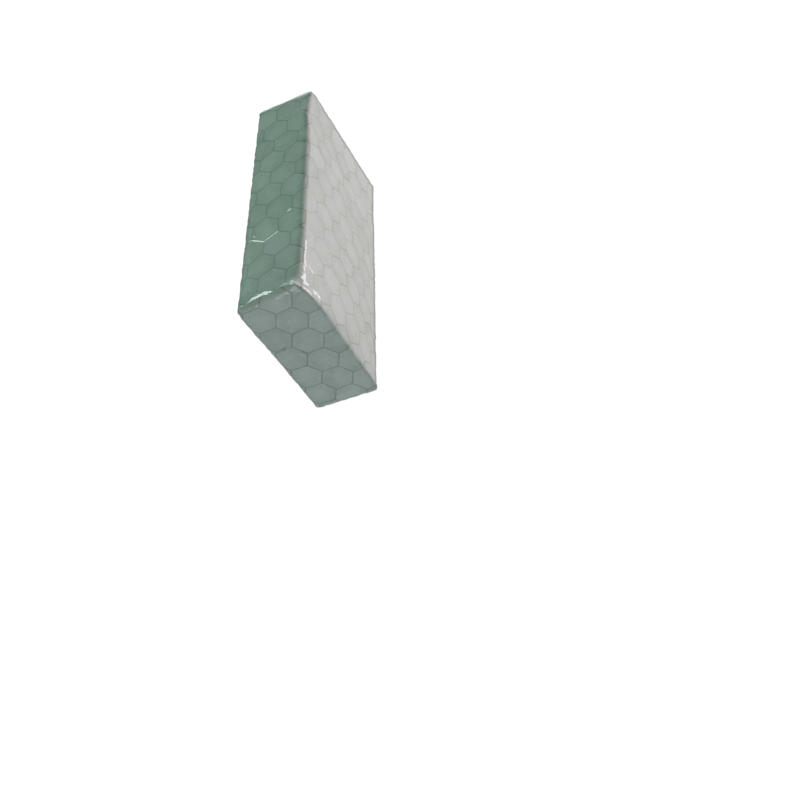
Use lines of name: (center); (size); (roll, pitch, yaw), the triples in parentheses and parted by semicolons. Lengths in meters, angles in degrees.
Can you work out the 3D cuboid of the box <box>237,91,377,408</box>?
box: (-0.052, -0.094, 0.662); (0.048, 0.189, 0.086); (-21, -47, 17)
